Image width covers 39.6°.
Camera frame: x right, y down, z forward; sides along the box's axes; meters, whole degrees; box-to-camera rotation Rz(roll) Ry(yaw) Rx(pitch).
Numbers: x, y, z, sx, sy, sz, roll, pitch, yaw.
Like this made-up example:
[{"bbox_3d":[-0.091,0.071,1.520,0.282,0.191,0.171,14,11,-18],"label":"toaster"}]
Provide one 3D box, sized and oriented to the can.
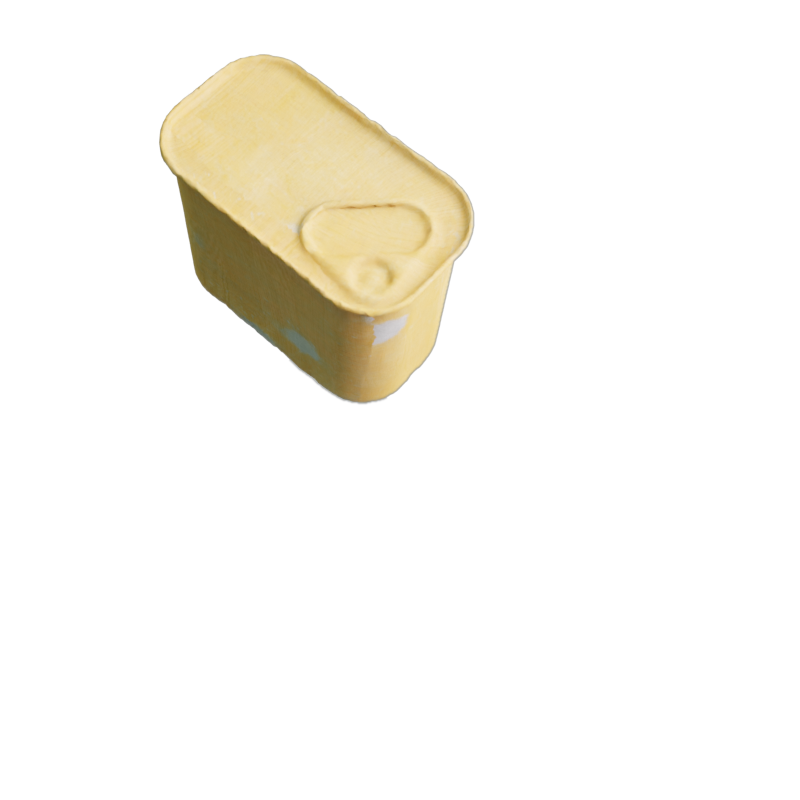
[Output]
[{"bbox_3d":[-0.029,-0.054,0.378,0.107,0.058,0.079,40,-21,17],"label":"can"}]
